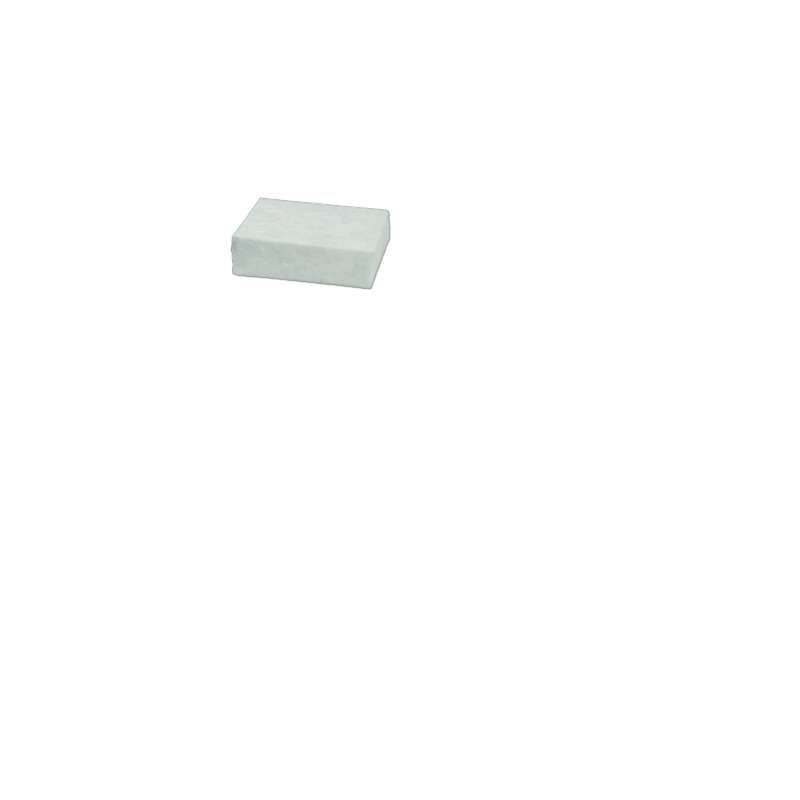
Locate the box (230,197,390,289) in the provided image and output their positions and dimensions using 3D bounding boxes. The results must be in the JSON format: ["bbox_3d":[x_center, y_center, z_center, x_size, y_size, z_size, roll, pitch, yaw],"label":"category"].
[{"bbox_3d":[-0.069,-0.125,0.877,0.115,0.037,0.093,4,27,8],"label":"box"}]
